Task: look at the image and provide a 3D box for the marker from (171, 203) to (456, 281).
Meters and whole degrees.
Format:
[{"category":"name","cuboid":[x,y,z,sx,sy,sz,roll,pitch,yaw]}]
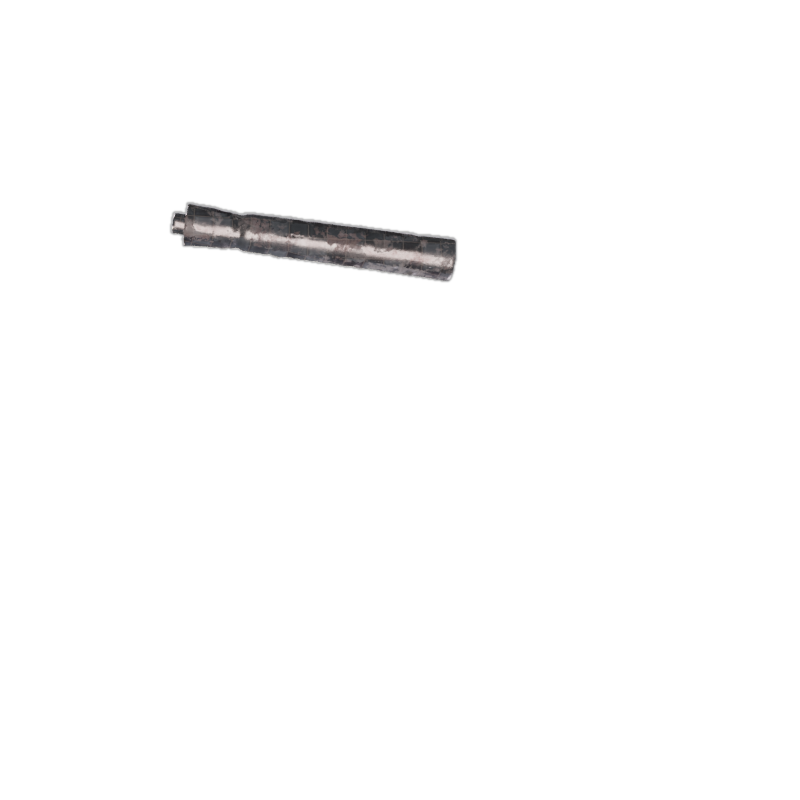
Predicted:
[{"category":"marker","cuboid":[-0.037,-0.068,0.474,0.120,0.020,0.020,7,4,-2]}]
